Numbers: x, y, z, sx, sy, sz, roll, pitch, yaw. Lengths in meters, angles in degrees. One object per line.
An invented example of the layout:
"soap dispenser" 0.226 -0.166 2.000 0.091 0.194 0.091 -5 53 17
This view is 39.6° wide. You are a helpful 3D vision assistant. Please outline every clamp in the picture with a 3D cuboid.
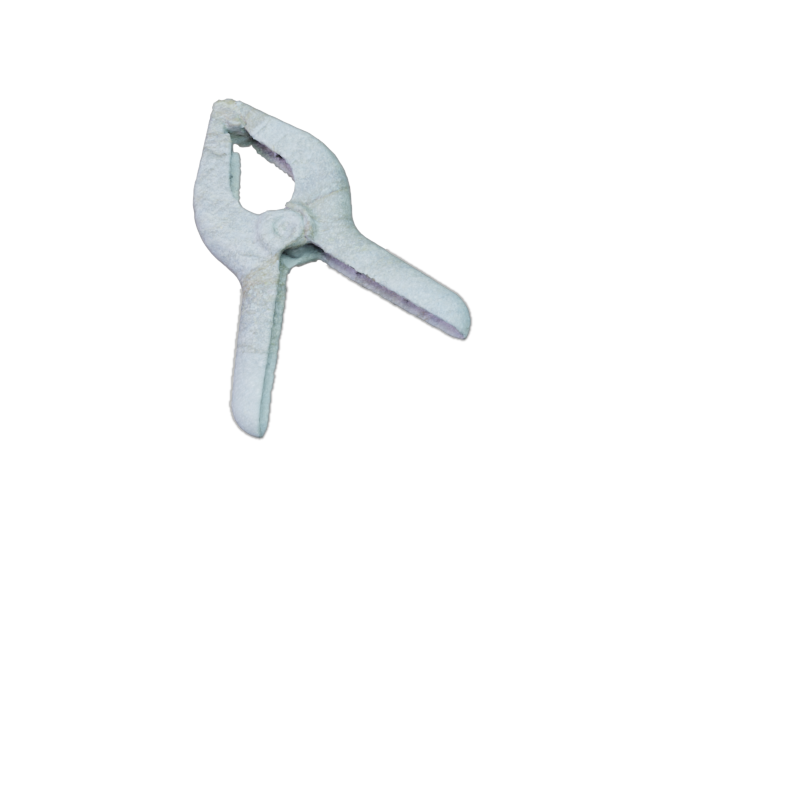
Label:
"clamp" -0.043 -0.078 0.546 0.119 0.180 0.037 -16 -19 -6
